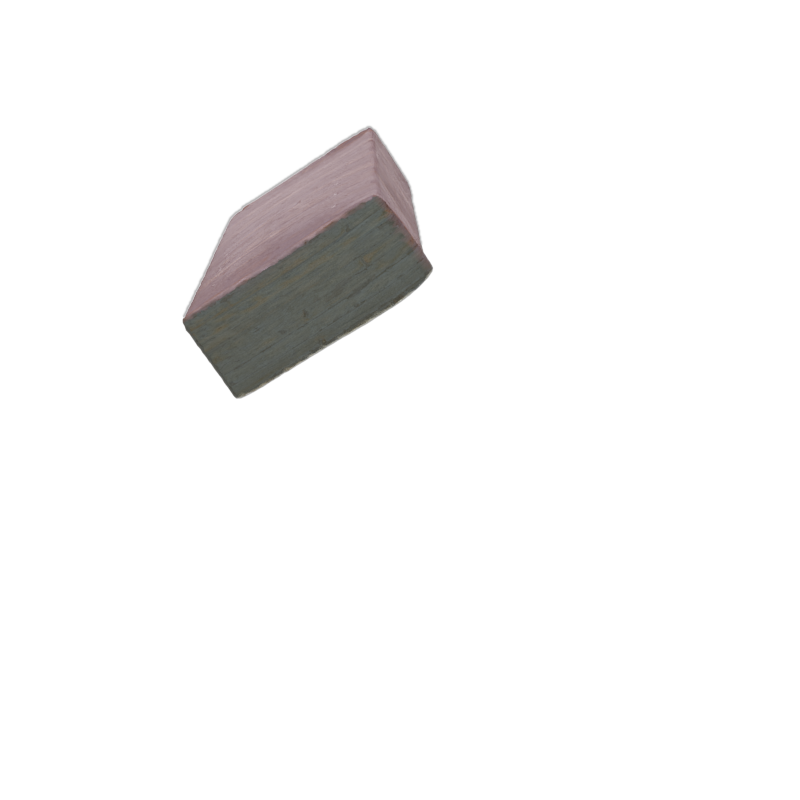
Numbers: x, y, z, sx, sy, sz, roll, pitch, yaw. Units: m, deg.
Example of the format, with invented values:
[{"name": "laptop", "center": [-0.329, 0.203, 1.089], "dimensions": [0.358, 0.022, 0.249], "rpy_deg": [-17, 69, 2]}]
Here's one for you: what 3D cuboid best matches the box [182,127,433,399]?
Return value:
[{"name": "box", "center": [-0.040, -0.072, 0.502], "dimensions": [0.093, 0.046, 0.185], "rpy_deg": [-31, 21, 9]}]
